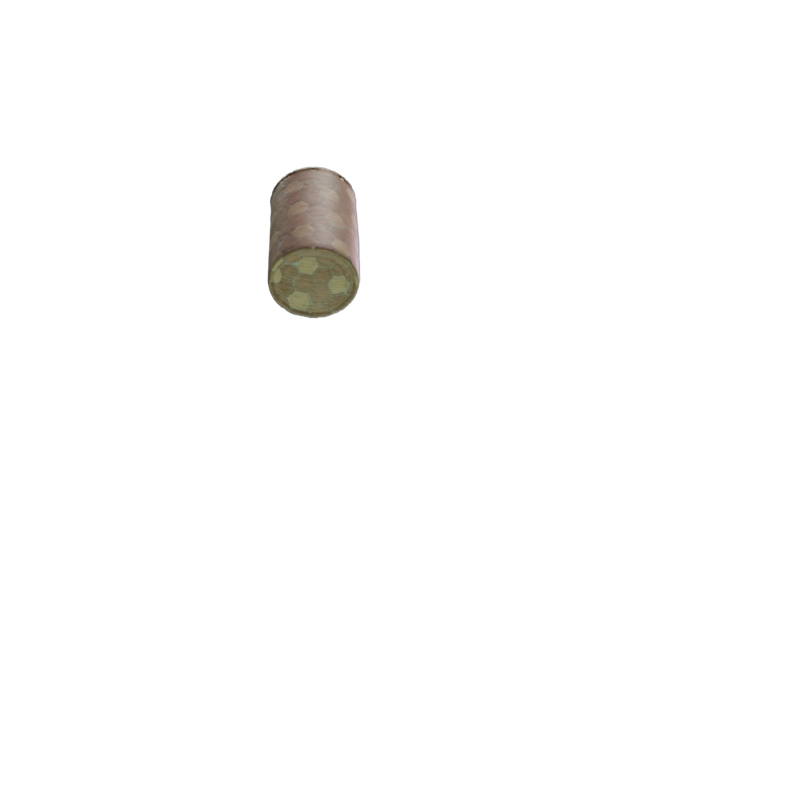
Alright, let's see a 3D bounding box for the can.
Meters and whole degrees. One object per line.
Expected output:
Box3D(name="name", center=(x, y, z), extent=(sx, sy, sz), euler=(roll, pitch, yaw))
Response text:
Box3D(name="can", center=(-0.065, -0.119, 0.830), extent=(0.068, 0.064, 0.110), euler=(-1, 42, -3))
